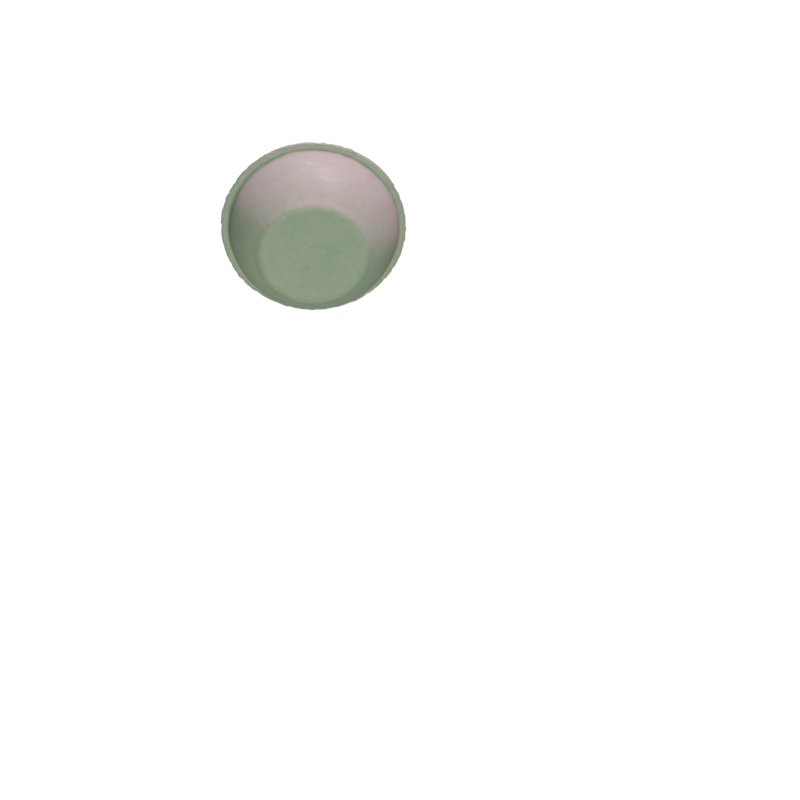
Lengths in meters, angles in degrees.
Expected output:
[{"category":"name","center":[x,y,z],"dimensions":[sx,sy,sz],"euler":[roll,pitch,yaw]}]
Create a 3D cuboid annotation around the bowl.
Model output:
[{"category":"bowl","center":[-0.074,-0.135,0.942],"dimensions":[0.162,0.153,0.058],"euler":[1,29,-1]}]
